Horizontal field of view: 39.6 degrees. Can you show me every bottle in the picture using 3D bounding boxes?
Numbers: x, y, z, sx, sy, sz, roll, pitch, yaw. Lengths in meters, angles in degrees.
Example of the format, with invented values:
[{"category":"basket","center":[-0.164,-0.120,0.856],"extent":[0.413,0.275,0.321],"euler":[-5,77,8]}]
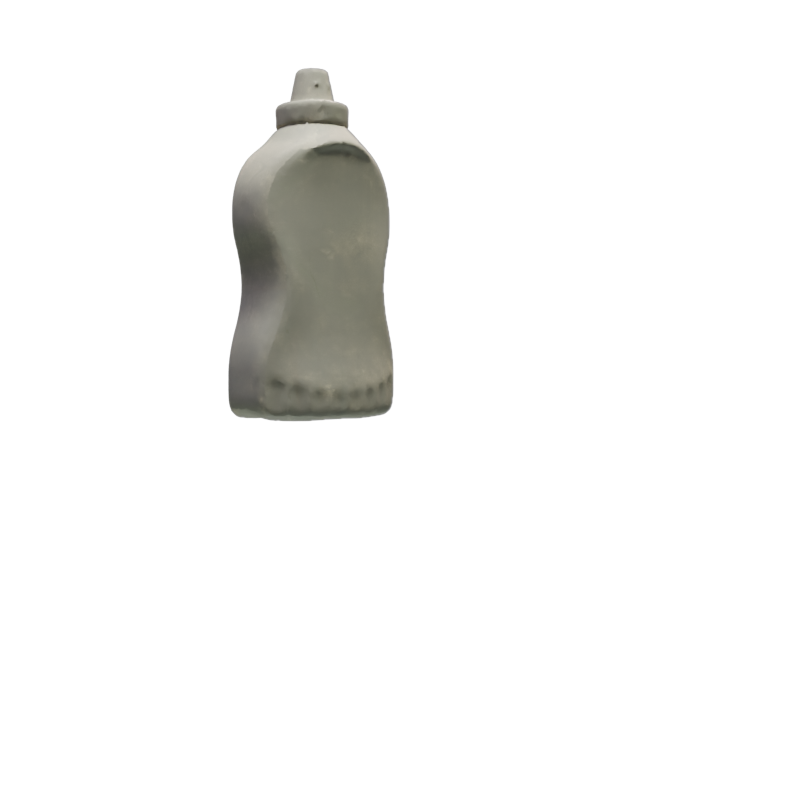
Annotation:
[{"category":"bottle","center":[-0.048,-0.087,0.611],"extent":[0.092,0.194,0.060],"euler":[3,-5,-39]}]
